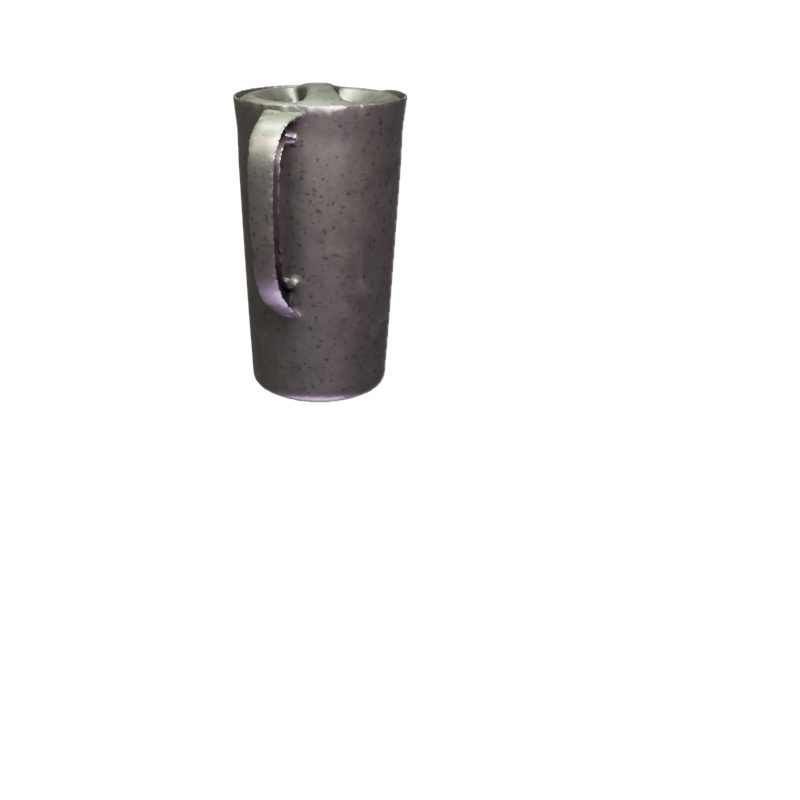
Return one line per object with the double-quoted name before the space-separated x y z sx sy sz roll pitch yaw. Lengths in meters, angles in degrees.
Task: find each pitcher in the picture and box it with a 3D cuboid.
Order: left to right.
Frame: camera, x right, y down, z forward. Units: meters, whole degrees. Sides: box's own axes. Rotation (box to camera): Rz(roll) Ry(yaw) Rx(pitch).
"pitcher" -0.068 -0.124 0.869 0.146 0.234 0.154 -7 18 -24
